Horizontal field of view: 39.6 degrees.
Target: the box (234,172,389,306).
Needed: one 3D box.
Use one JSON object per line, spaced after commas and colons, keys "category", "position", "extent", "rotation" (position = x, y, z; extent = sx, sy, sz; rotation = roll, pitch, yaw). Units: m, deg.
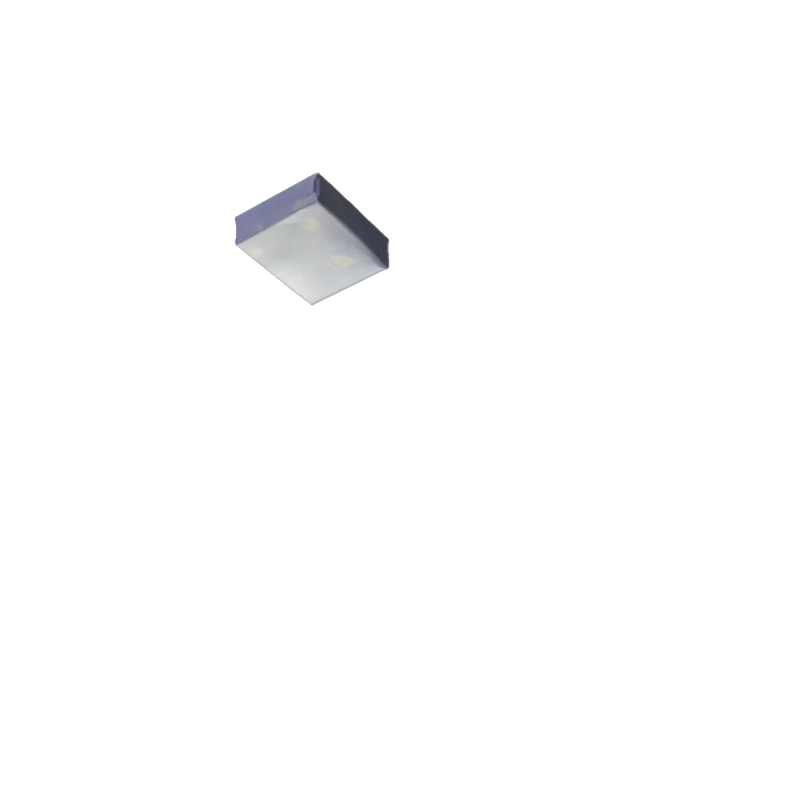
{"category": "box", "position": [-0.075, -0.138, 0.963], "extent": [0.090, 0.042, 0.105], "rotation": [-24, -43, 27]}
